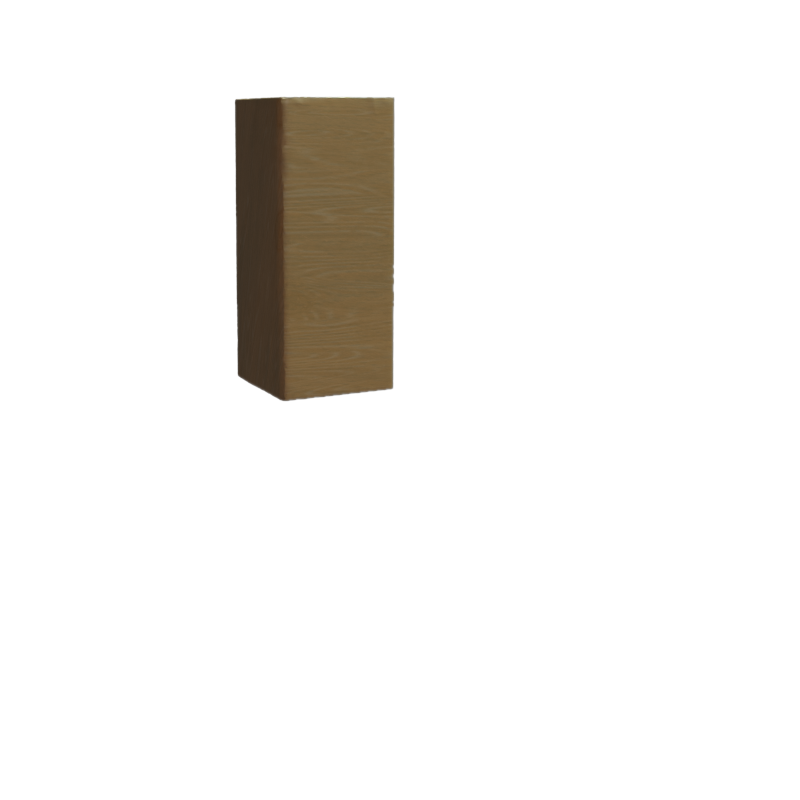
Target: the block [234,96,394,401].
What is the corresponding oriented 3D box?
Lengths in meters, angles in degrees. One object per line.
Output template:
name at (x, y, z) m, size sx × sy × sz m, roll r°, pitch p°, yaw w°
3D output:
block at (-0.062, -0.114, 0.797) m, size 0.088 × 0.203 × 0.094 m, roll -3°, pitch 8°, yaw -27°
